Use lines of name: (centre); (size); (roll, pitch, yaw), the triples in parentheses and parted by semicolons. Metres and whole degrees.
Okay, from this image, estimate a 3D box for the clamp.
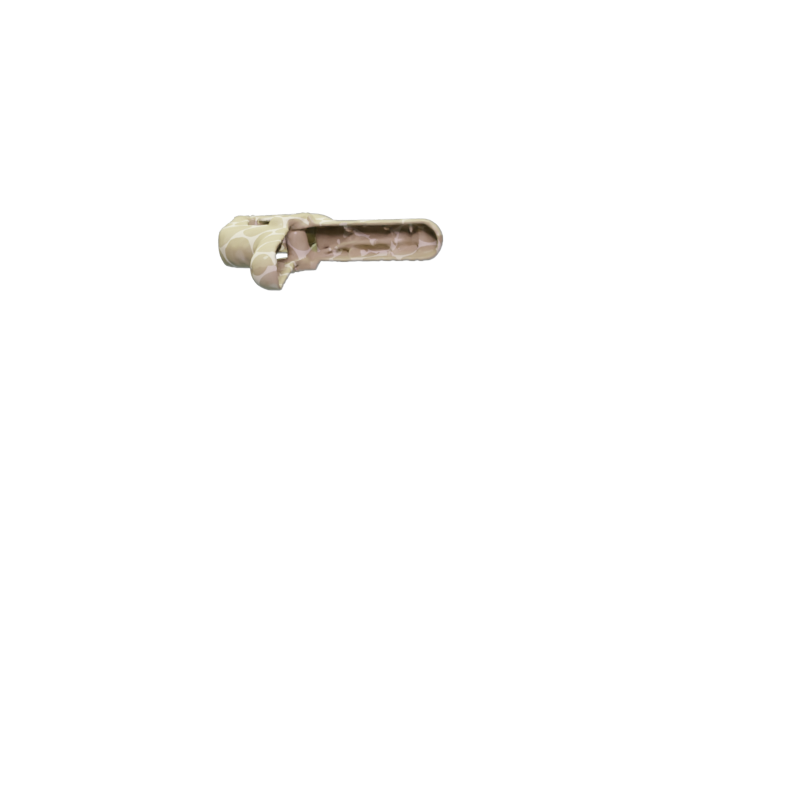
clamp: (-0.054, -0.099, 0.693); (0.117, 0.038, 0.180); (-6, 17, -21)
